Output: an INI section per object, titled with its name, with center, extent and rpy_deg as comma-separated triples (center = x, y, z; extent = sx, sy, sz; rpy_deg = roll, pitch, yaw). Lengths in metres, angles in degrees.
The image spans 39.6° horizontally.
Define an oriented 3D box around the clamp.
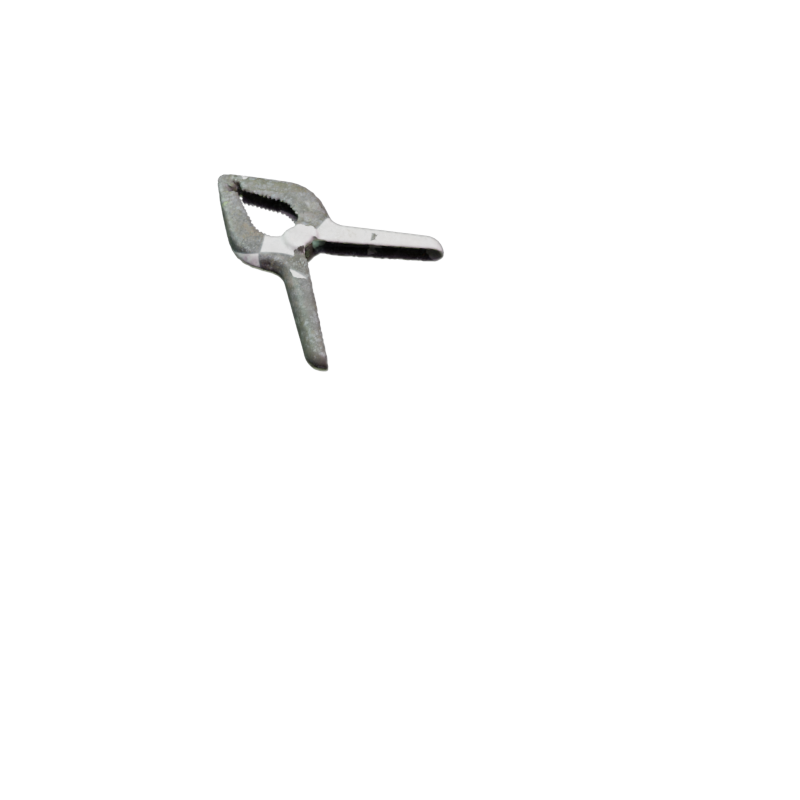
[clamp]
center = -0.078, -0.142, 0.991
extent = 0.166, 0.223, 0.034
rpy_deg = -37, -25, -21
